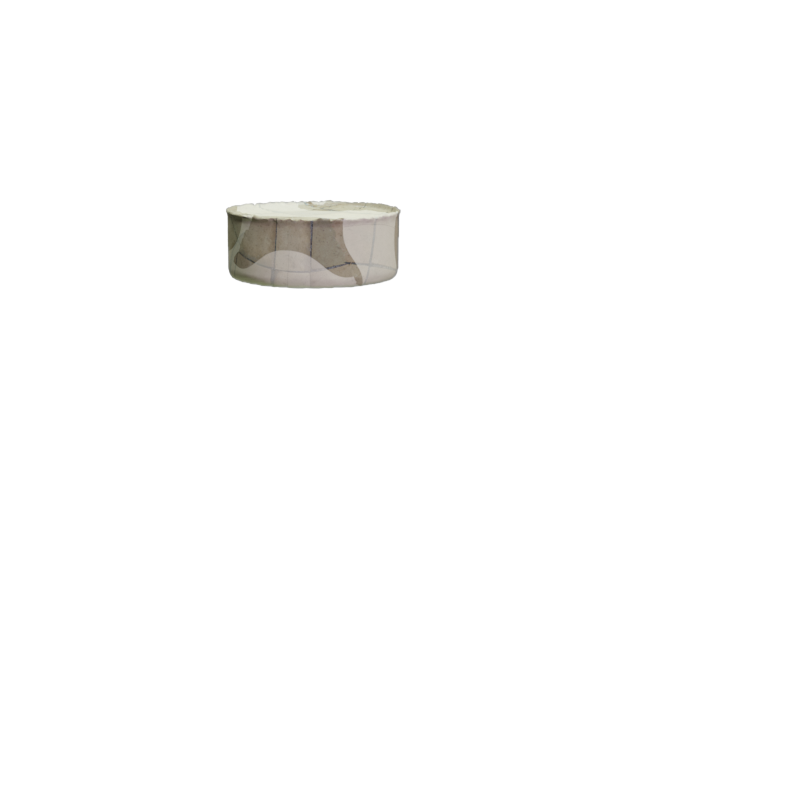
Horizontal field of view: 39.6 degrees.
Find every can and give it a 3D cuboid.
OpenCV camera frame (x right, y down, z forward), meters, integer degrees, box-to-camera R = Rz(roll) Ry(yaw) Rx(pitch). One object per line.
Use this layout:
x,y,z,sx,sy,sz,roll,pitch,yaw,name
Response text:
-0.043,-0.078,0.548,0.086,0.033,0.088,0,14,-2,can
